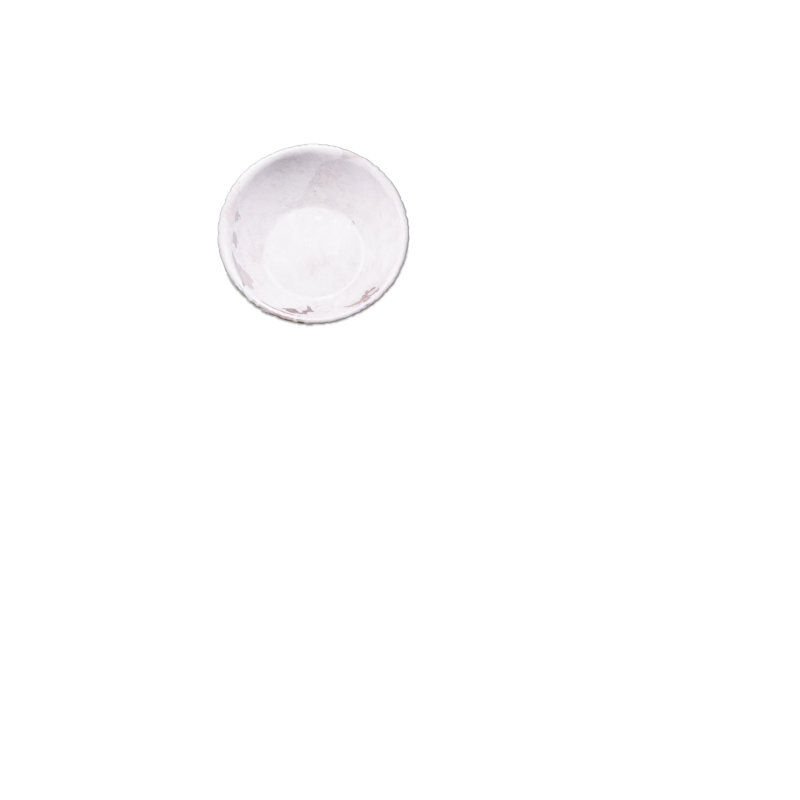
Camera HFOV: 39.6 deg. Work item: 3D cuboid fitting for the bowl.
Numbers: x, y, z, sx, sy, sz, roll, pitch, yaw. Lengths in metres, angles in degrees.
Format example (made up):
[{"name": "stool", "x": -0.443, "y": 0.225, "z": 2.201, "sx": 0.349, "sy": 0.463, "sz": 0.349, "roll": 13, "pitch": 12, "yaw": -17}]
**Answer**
[{"name": "bowl", "x": -0.075, "y": -0.136, "z": 0.955, "sx": 0.162, "sy": 0.169, "sz": 0.053, "roll": -1, "pitch": -18, "yaw": -1}]
